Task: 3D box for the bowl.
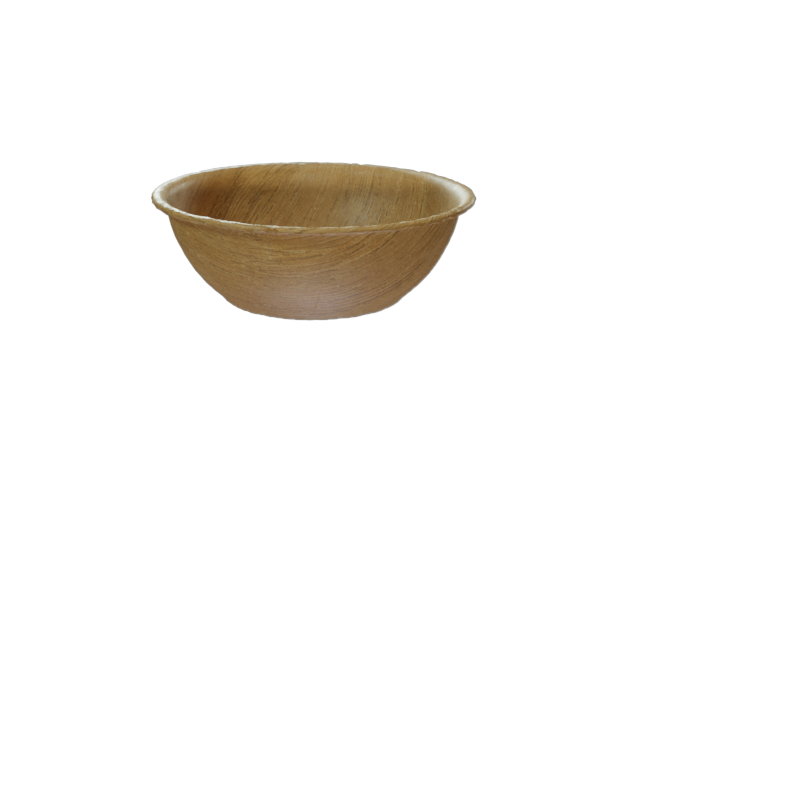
[{"bbox_3d":[-0.044,-0.080,0.561,0.162,0.053,0.169,-1,21,-2],"label":"bowl"}]
